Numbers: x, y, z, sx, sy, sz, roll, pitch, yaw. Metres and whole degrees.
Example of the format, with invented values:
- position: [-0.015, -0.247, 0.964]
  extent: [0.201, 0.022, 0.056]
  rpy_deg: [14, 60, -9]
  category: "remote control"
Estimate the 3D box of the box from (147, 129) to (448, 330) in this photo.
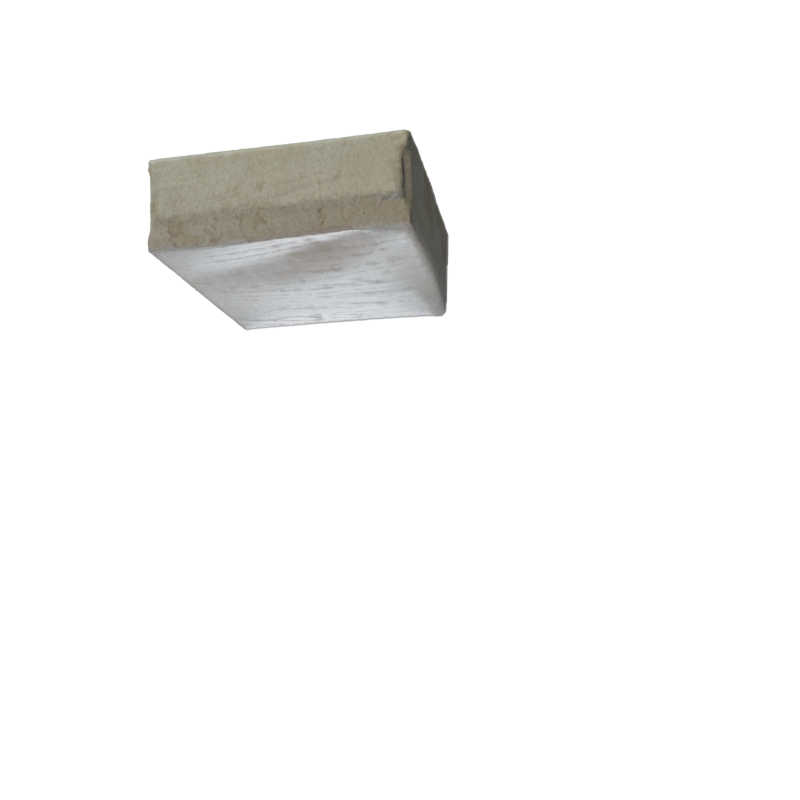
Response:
- position: [-0.032, -0.058, 0.408]
  extent: [0.091, 0.040, 0.108]
  rpy_deg: [-3, -14, 10]
  category: "box"
